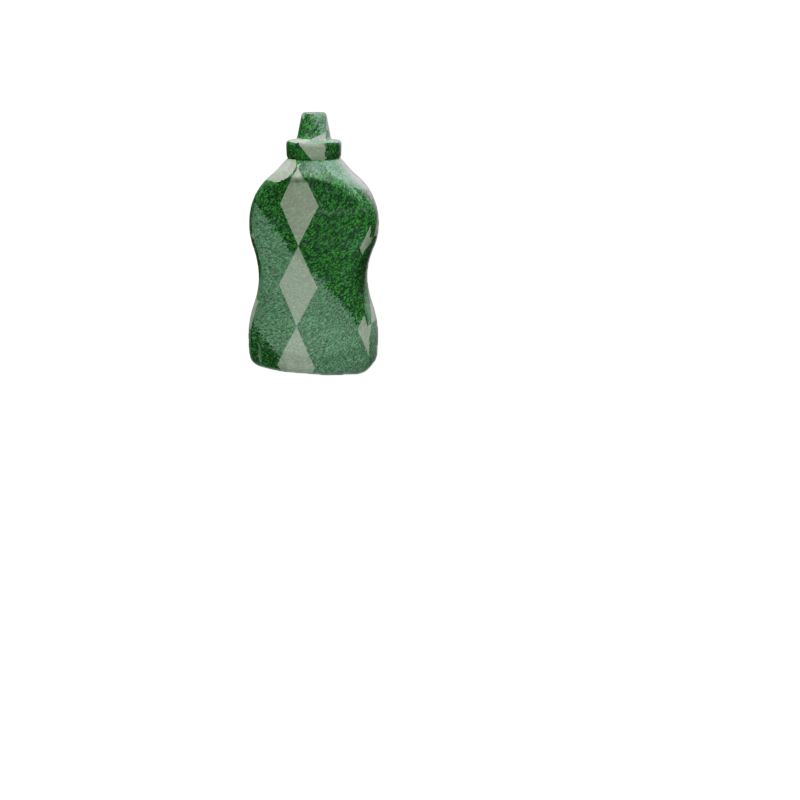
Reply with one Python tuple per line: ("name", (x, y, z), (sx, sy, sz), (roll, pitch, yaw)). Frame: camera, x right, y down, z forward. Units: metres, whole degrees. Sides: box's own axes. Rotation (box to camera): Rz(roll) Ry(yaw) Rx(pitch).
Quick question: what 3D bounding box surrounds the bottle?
("bottle", (-0.065, -0.118, 0.827), (0.098, 0.187, 0.058), (4, 11, 16))
